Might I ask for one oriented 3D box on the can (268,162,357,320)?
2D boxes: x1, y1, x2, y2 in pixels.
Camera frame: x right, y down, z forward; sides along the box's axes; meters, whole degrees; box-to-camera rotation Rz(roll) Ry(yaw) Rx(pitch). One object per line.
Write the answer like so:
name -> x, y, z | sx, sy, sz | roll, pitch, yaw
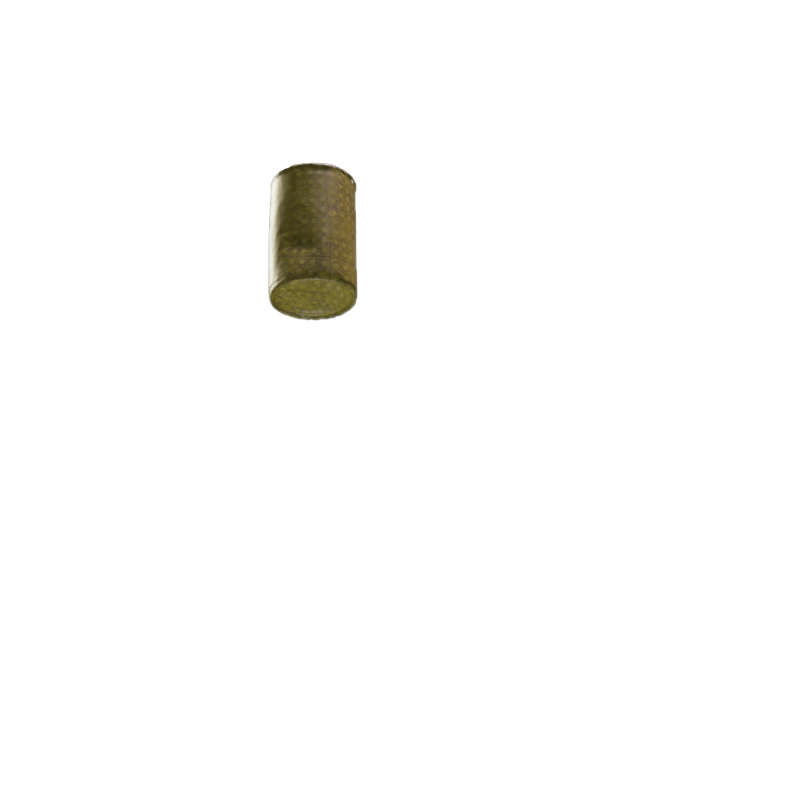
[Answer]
can -> -0.066, -0.121, 0.846 | 0.068, 0.109, 0.064 | 0, -28, -2
